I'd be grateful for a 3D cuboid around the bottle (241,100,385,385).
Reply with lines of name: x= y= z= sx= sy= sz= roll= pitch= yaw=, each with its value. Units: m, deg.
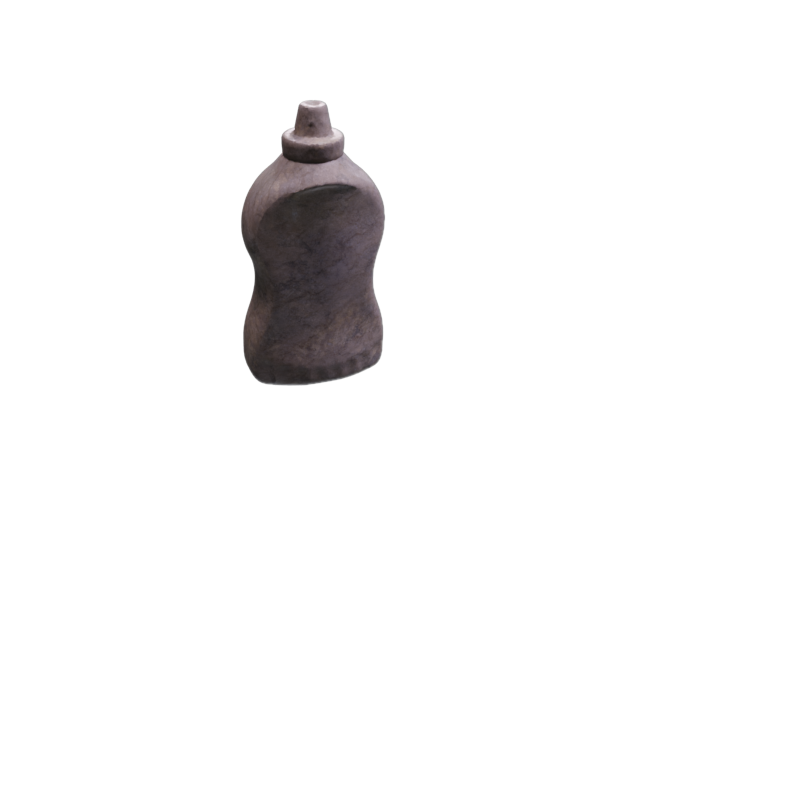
bottle: x=-0.058 y=-0.106 z=0.744 sx=0.094 sy=0.182 sz=0.063 roll=-7 pitch=27 yaw=-17
